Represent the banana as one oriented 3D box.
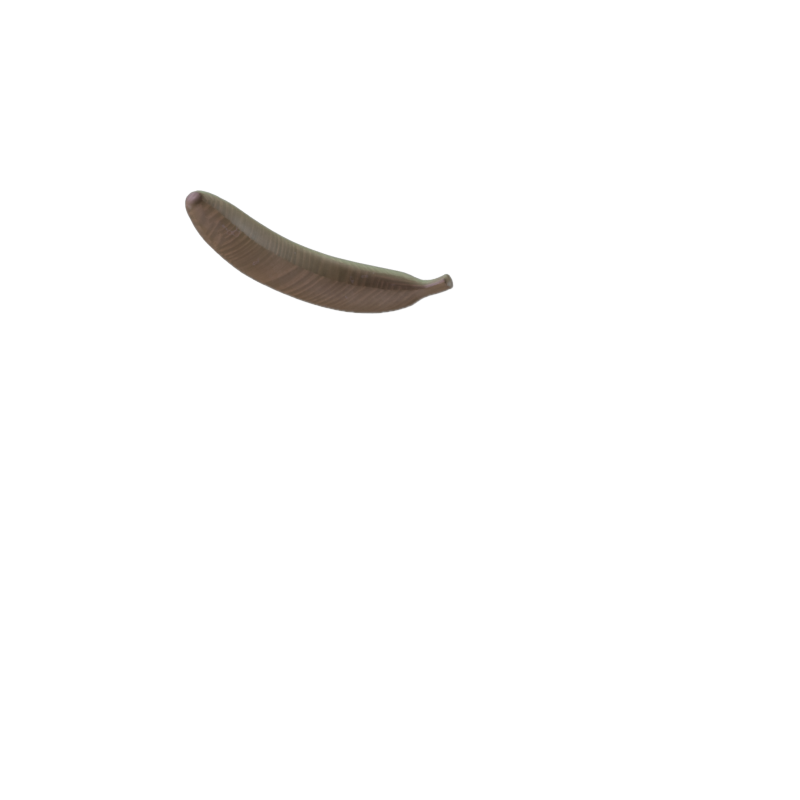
[{"bbox_3d":[-0.065,-0.099,0.782,0.191,0.039,0.067,15,-43,-17],"label":"banana"}]
